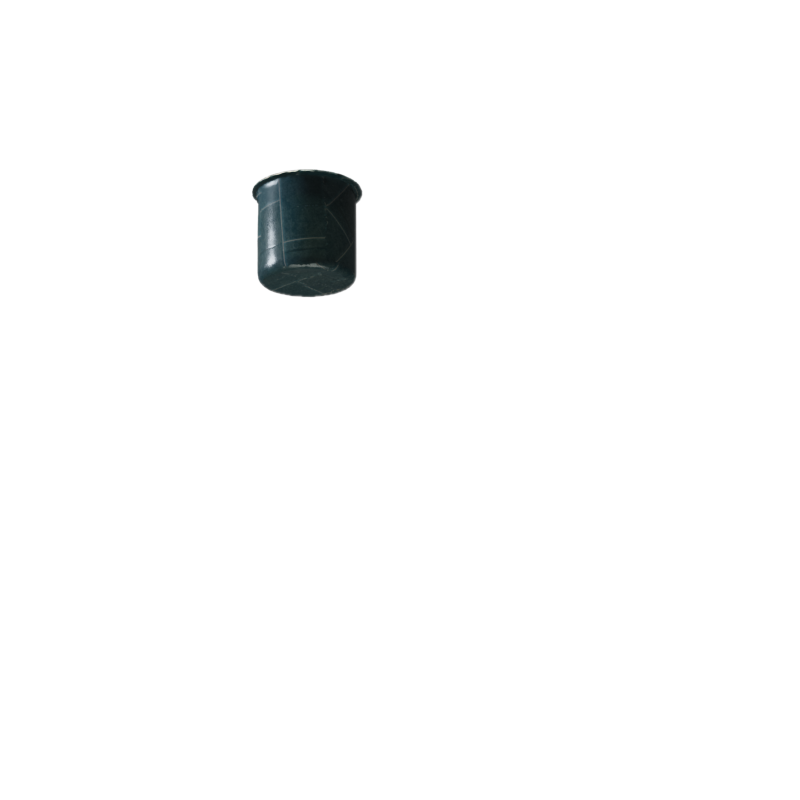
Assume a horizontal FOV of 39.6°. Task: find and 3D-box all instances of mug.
[{"bbox_3d":[-0.073,-0.133,0.929,0.095,0.085,0.110,-8,-18,22],"label":"mug"}]
